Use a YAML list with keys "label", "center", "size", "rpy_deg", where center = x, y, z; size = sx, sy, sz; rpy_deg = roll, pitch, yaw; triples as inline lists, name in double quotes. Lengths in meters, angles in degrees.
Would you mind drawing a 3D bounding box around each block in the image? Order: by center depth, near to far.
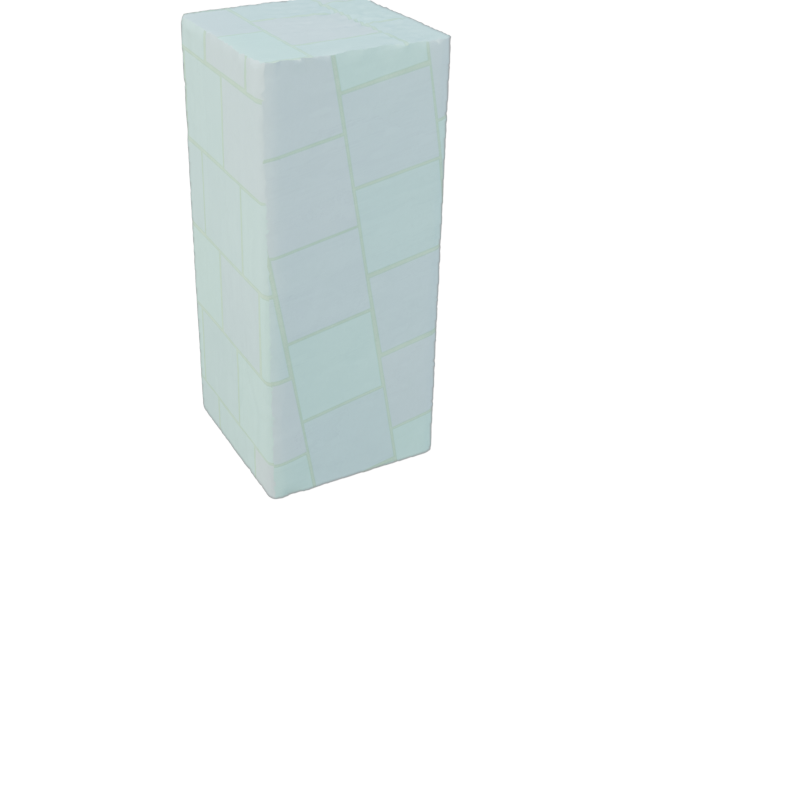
- label: "block"
  center: [-0.041, -0.073, 0.515]
  size: [0.089, 0.195, 0.098]
  rpy_deg: [-13, 32, -26]
